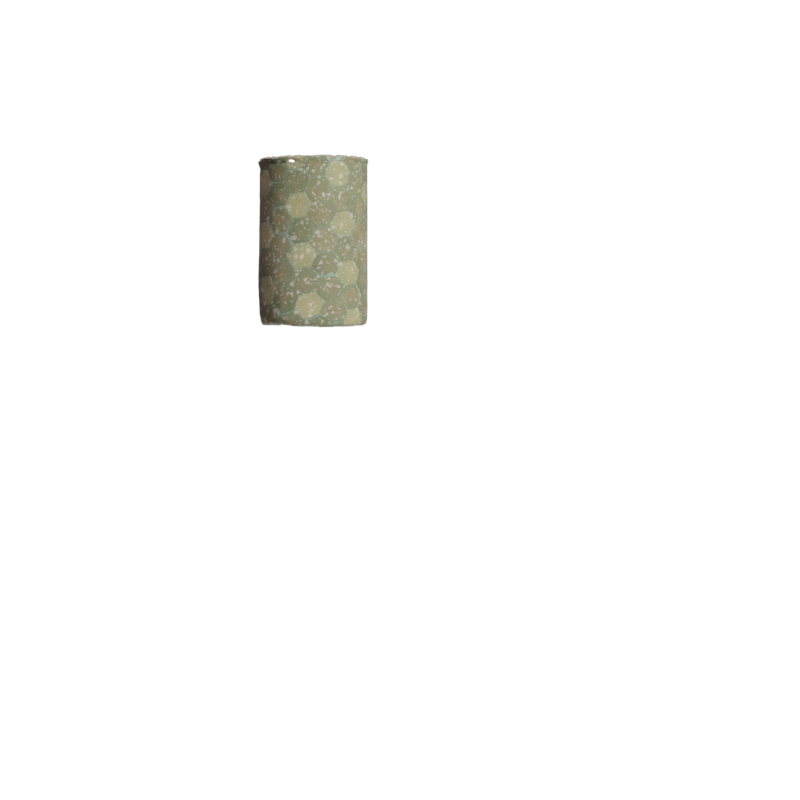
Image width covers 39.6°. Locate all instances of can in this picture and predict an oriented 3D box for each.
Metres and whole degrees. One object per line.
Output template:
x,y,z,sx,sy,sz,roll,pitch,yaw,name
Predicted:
-0.054,-0.098,0.684,0.068,0.102,0.069,0,1,-2,can
